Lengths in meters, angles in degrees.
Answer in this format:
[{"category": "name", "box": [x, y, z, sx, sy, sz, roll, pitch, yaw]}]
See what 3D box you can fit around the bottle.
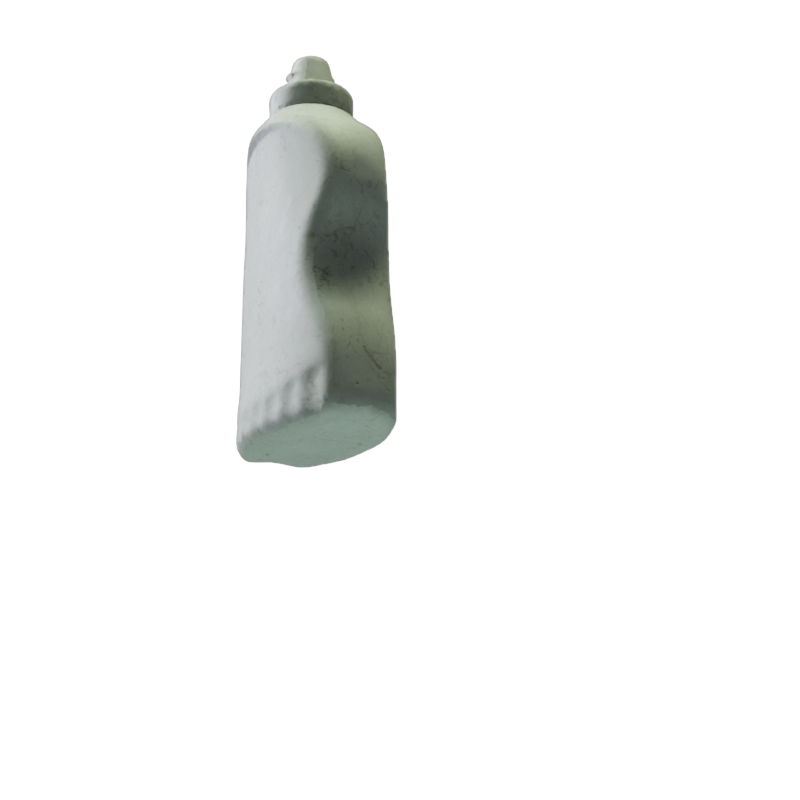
[{"category": "bottle", "box": [-0.040, -0.073, 0.509, 0.056, 0.202, 0.095, 9, -24, -25]}]
